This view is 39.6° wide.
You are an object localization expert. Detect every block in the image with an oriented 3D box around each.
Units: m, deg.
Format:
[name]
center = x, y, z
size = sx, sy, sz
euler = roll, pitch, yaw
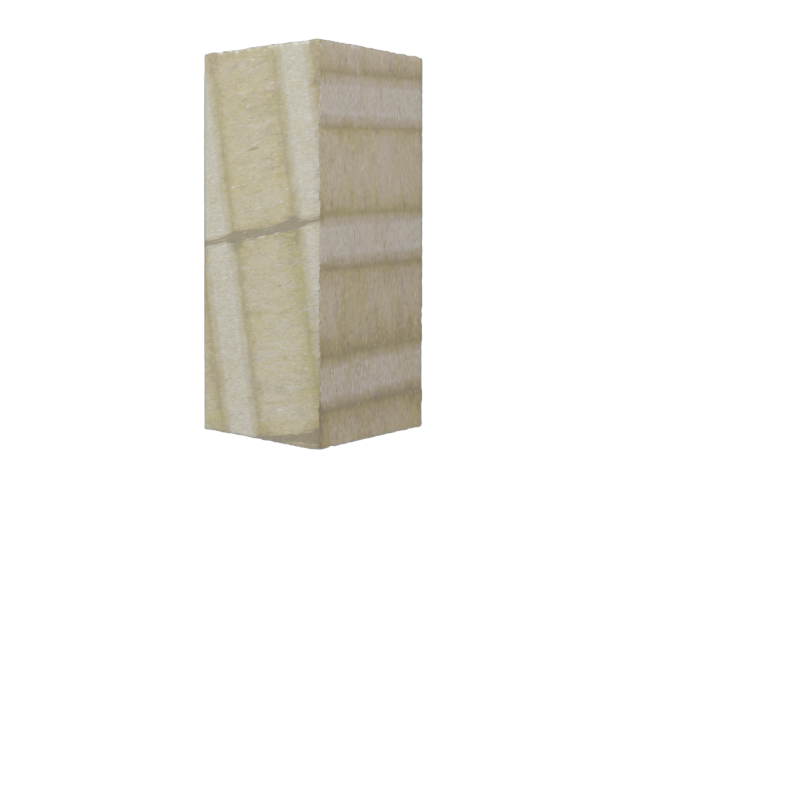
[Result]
[block]
center = -0.048, -0.088, 0.615
size = 0.094, 0.205, 0.087
euler = 2, 3, 39
